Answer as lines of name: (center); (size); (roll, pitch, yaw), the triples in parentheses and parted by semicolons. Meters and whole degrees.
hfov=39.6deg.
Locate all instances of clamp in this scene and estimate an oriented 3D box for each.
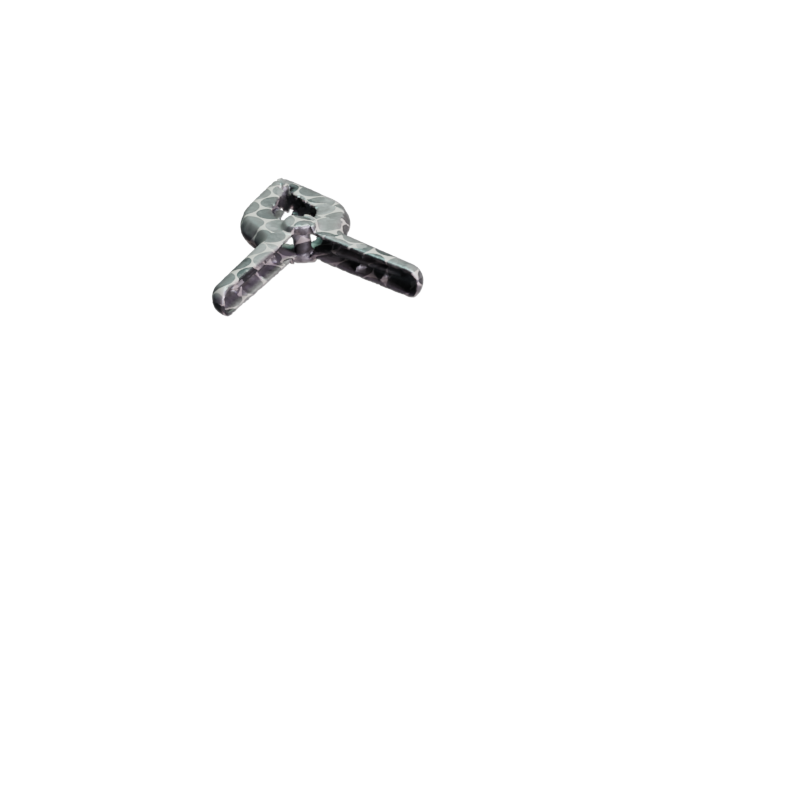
clamp: (-0.073, -0.133, 0.933); (0.164, 0.034, 0.224); (-3, 33, -5)
